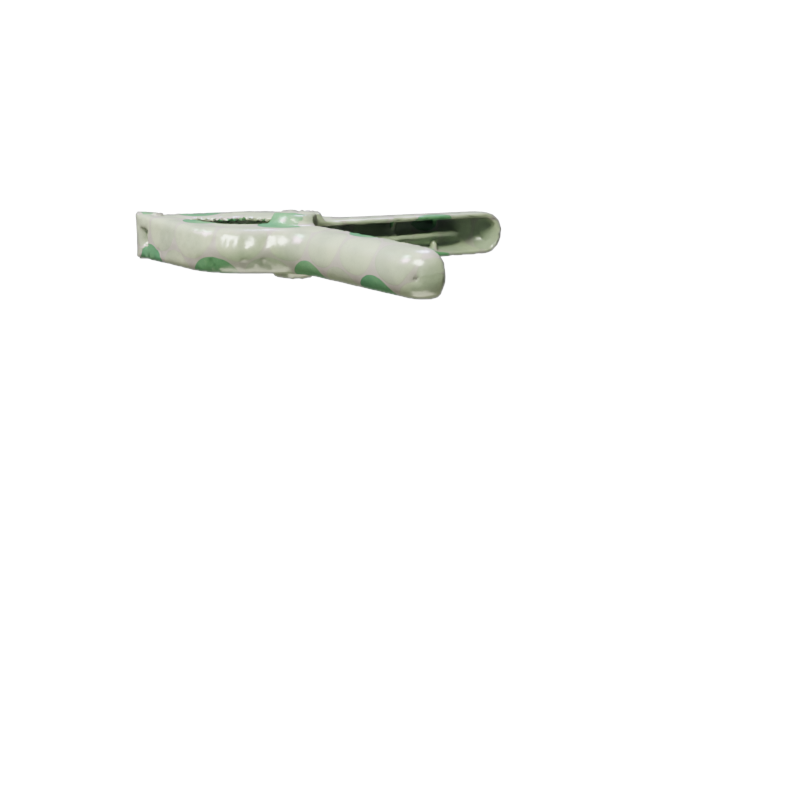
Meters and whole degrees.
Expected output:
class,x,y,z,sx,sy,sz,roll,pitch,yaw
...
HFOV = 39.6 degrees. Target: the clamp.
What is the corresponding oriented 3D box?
class,x,y,z,sx,sy,sz,roll,pitch,yaw
clamp,-0.049,-0.090,0.631,0.217,0.035,0.163,7,17,23
